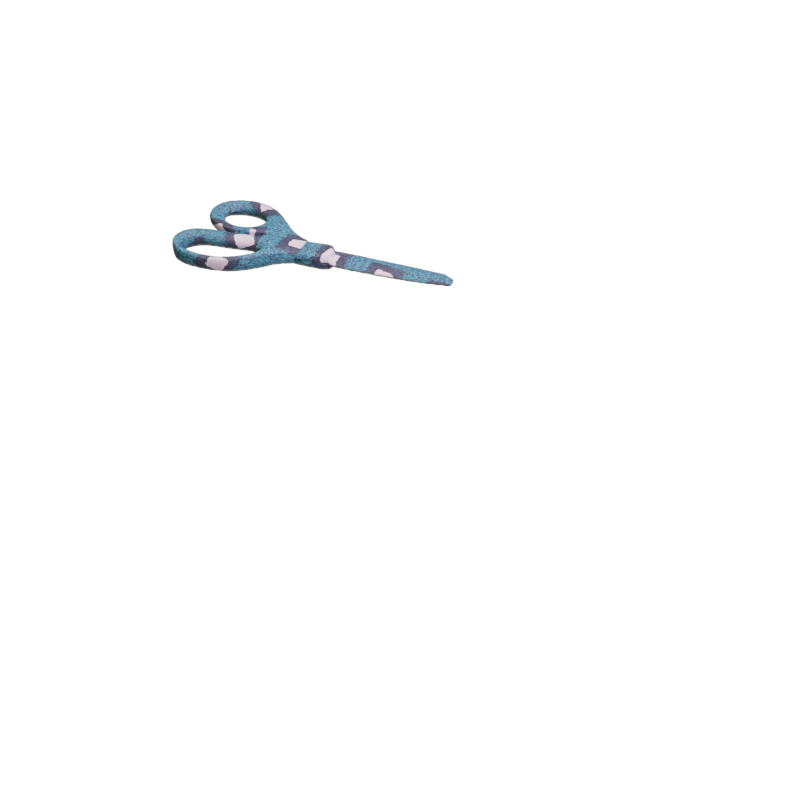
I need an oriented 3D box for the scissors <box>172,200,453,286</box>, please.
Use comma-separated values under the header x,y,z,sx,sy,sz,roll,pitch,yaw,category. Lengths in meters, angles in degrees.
x,y,z,sx,sy,sz,roll,pitch,yaw,category
-0.063,-0.115,0.809,0.203,0.015,0.102,3,37,4,scissors
